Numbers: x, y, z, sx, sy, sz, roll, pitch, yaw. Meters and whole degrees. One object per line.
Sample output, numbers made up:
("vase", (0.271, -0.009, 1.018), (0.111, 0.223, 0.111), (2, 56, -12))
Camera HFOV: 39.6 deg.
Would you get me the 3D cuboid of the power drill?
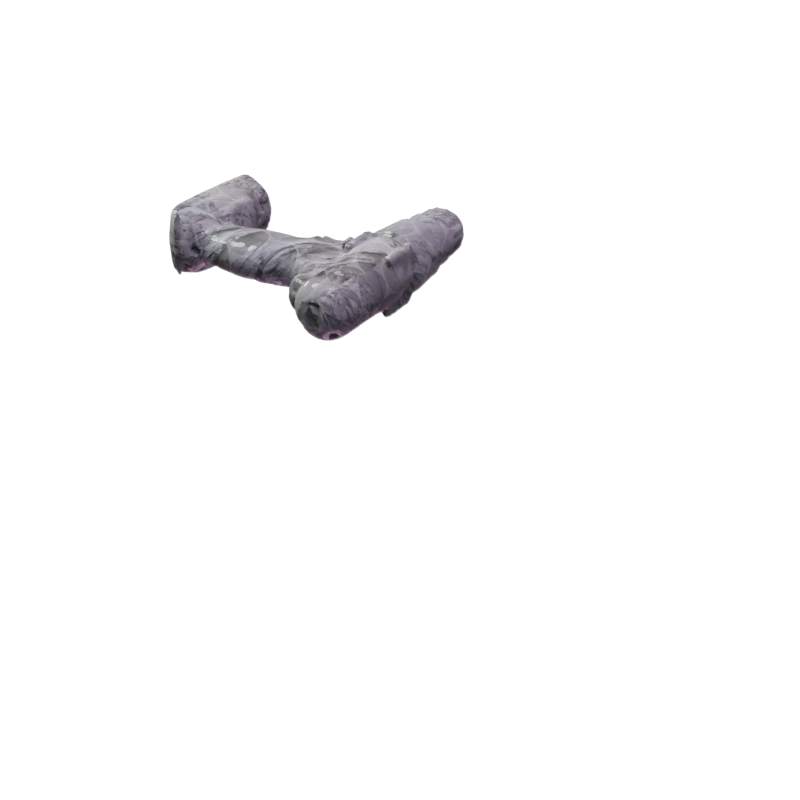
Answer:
("power drill", (-0.066, -0.120, 0.841), (0.197, 0.054, 0.185), (19, 34, 29))
